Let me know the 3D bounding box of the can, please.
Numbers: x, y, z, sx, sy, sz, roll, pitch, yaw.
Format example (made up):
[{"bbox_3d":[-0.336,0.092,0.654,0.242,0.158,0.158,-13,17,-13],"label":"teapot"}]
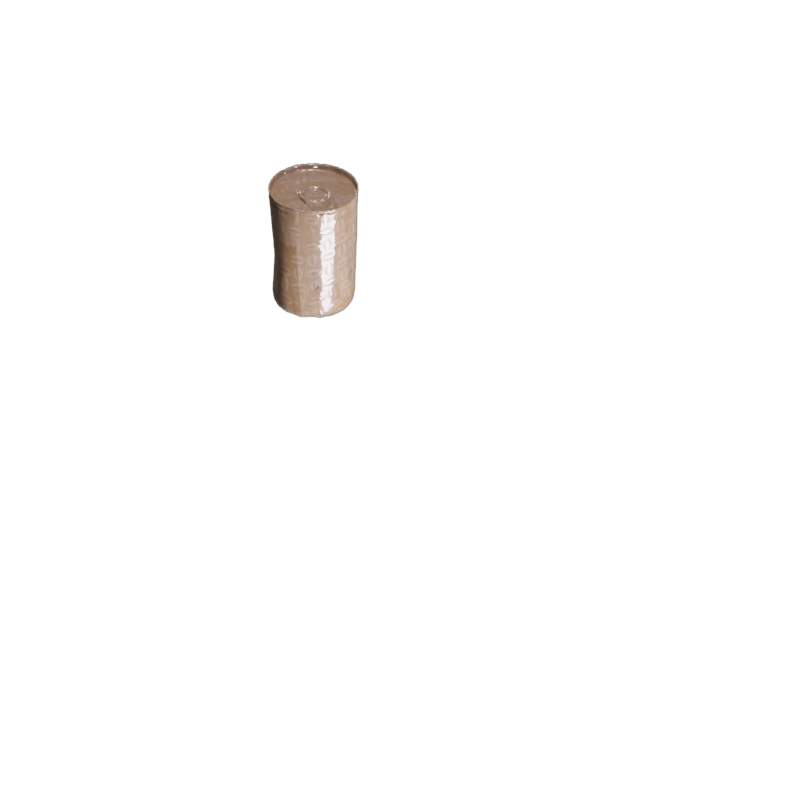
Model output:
[{"bbox_3d":[-0.067,-0.122,0.858,0.068,0.095,0.073,0,39,-3],"label":"can"}]
